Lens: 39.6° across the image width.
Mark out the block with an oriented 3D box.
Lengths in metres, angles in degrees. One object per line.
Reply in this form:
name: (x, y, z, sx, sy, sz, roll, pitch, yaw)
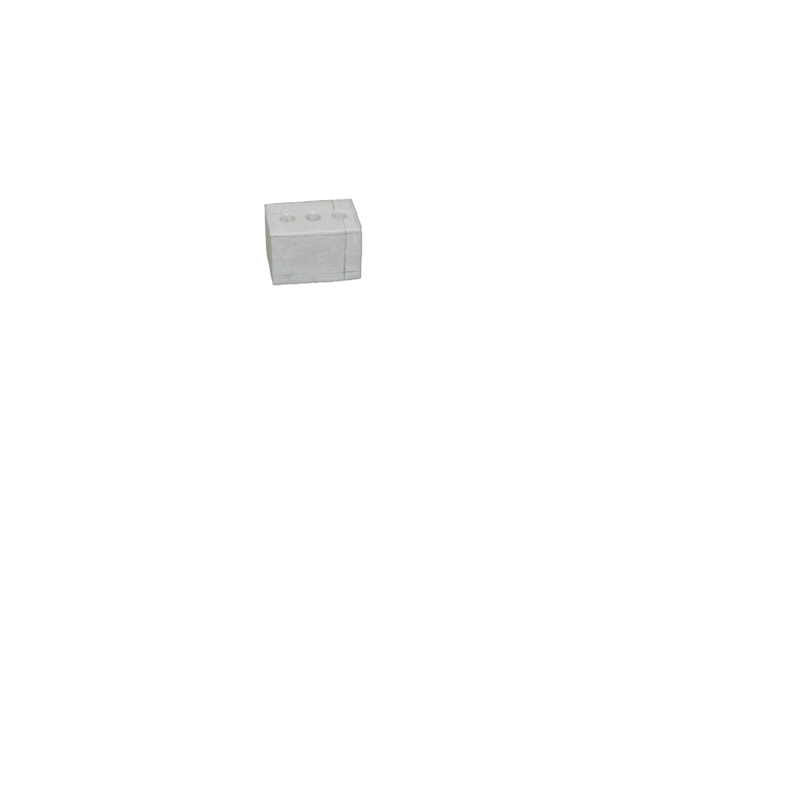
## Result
block: (-0.073, -0.133, 0.933, 0.077, 0.048, 0.057, -5, 35, -8)
